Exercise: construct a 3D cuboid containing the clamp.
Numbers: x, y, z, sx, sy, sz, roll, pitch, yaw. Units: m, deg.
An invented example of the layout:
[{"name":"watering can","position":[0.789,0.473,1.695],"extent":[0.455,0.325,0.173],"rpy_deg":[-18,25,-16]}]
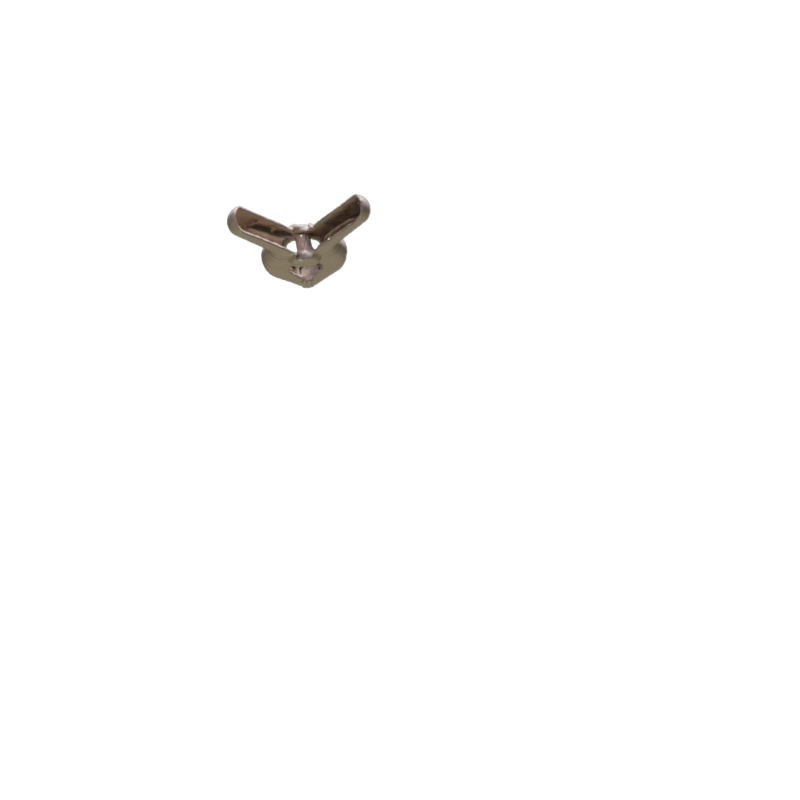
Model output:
[{"name":"clamp","position":[-0.078,-0.142,0.995],"extent":[0.121,0.041,0.164],"rpy_deg":[-2,-11,8]}]
